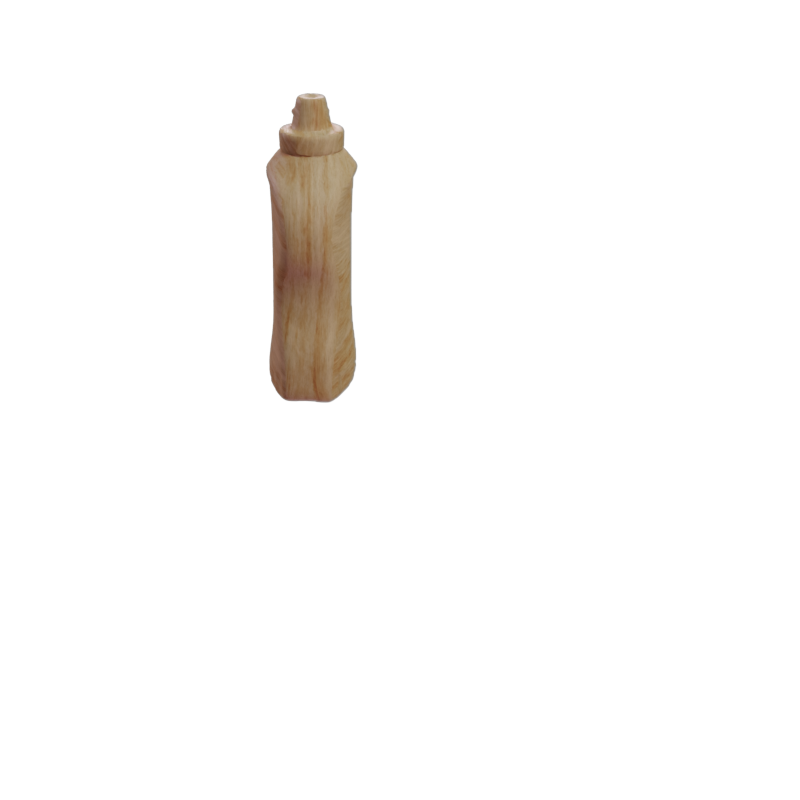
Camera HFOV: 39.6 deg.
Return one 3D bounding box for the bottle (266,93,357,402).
[{"bbox_3d":[-0.057,-0.102,0.717,0.059,0.183,0.100,3,23,3],"label":"bottle"}]
